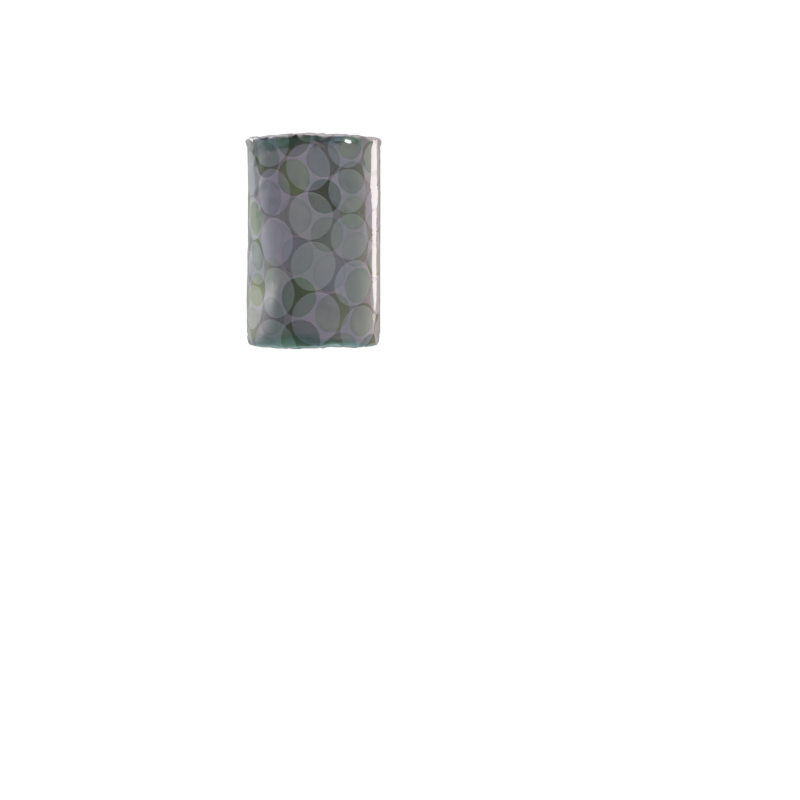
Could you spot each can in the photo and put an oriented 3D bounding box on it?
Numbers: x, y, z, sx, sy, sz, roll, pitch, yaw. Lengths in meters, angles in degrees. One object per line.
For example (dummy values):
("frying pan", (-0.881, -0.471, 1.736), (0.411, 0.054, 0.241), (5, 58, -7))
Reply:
("can", (-0.043, -0.079, 0.552), (0.068, 0.102, 0.069), (0, 2, -2))
